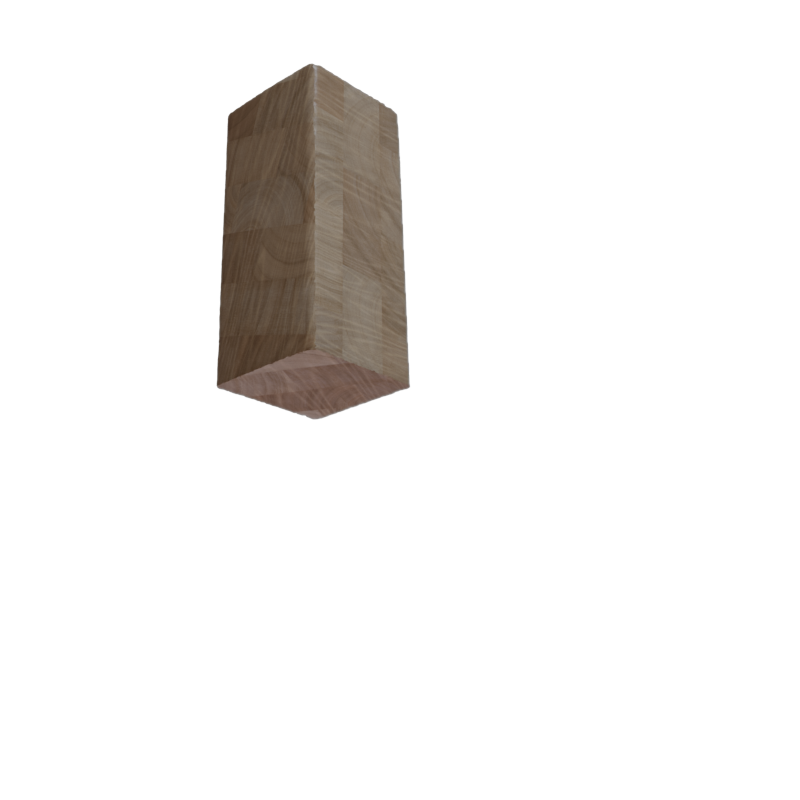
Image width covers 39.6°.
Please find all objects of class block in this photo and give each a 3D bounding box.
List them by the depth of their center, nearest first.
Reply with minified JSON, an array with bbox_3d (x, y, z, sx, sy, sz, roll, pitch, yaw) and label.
[{"bbox_3d":[-0.058,-0.106,0.740,0.091,0.219,0.085,-24,-34,37],"label":"block"}]
